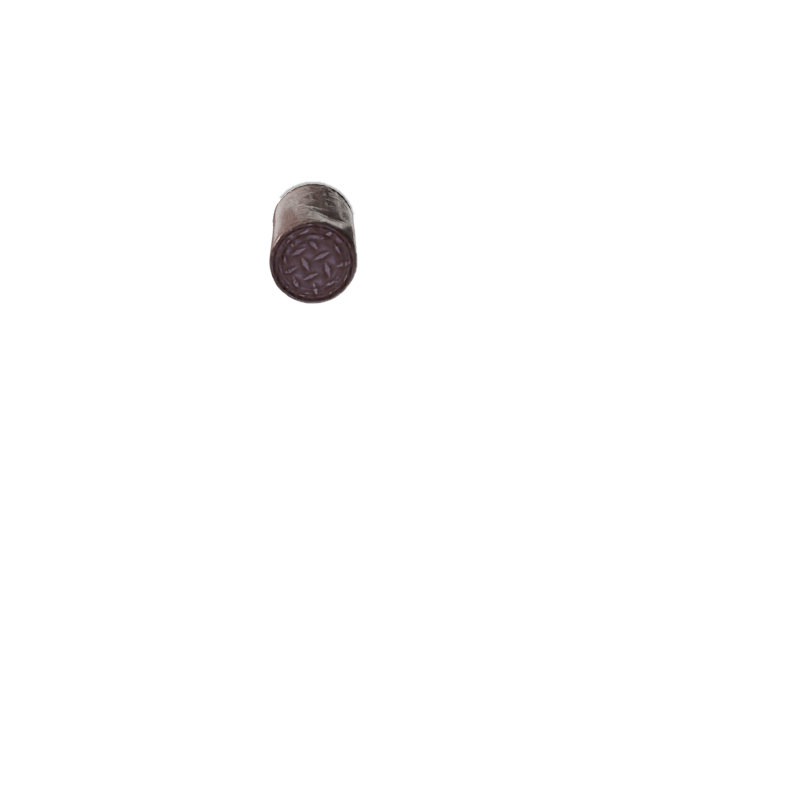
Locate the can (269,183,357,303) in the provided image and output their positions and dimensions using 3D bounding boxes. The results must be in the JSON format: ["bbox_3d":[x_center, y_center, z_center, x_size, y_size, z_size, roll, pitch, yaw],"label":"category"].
[{"bbox_3d":[-0.069,-0.125,0.877,0.068,0.065,0.108,0,24,-3],"label":"can"}]
